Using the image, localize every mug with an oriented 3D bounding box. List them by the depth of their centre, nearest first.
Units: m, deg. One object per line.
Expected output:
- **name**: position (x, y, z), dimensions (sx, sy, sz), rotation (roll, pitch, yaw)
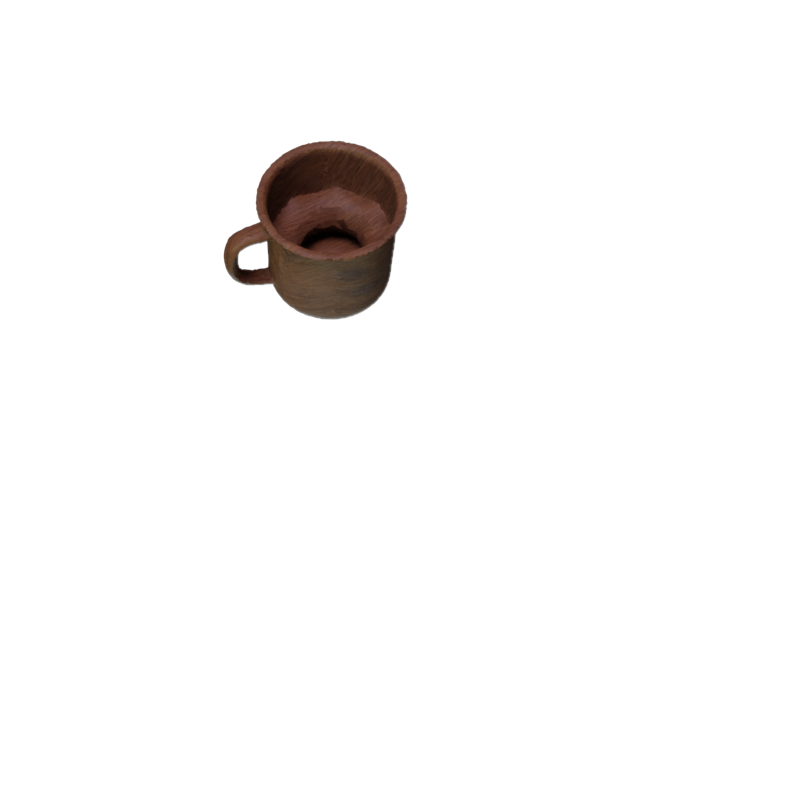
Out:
- **mug**: position (-0.055, -0.101, 0.707), dimensions (0.116, 0.100, 0.076), rotation (-19, -30, -13)
